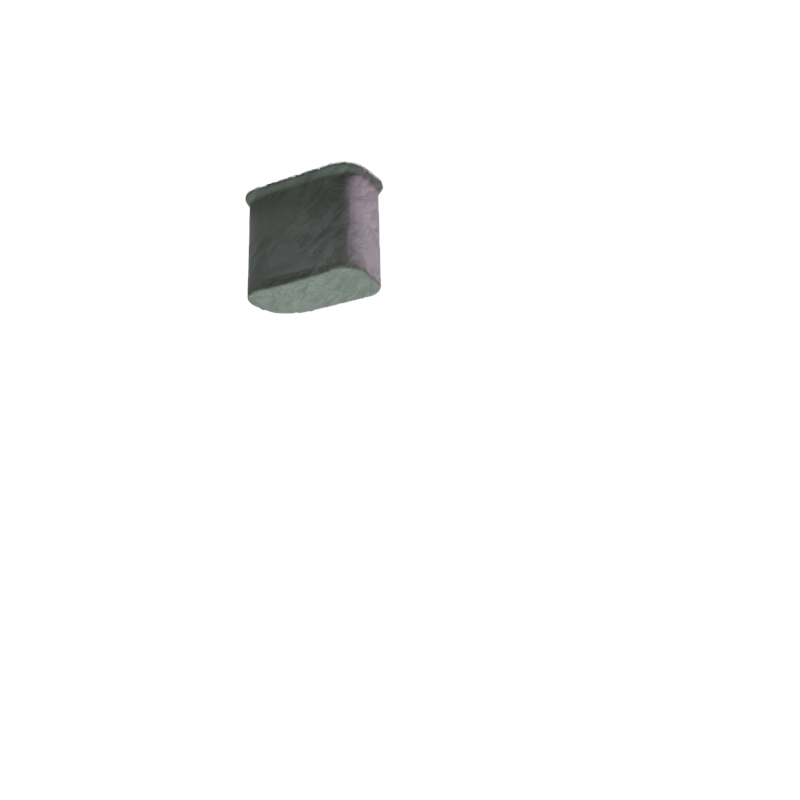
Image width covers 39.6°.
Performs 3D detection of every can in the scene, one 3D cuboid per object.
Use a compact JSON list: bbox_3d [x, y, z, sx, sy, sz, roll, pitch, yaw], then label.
[{"bbox_3d":[-0.063,-0.114,0.801,0.104,0.088,0.053,-13,-26,28],"label":"can"}]
